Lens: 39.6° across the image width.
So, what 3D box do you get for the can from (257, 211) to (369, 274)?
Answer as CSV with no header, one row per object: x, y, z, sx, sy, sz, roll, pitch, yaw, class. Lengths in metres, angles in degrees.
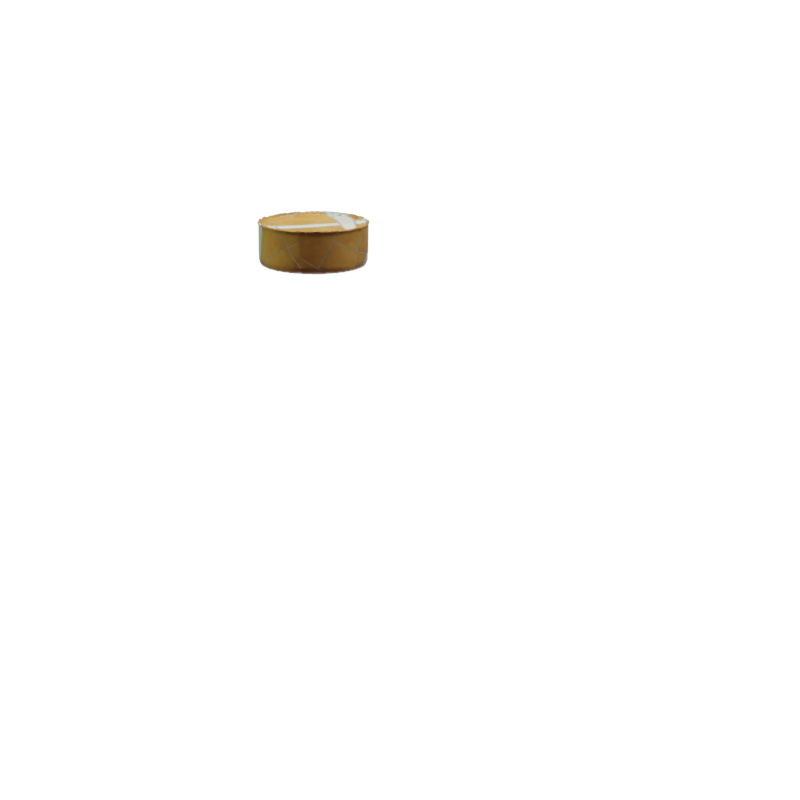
-0.067,-0.122,0.856,0.086,0.032,0.089,-1,18,-2,can
